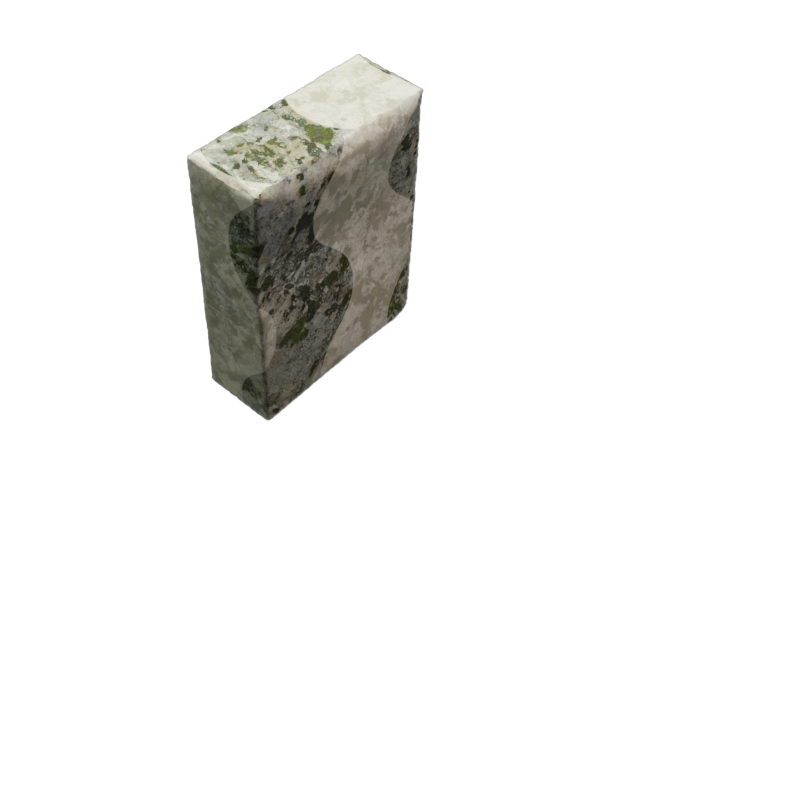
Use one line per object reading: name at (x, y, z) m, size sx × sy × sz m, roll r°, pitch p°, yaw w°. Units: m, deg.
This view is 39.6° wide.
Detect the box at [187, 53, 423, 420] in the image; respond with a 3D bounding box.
box at (-0.062, -0.113, 0.789) m, size 0.076 × 0.199 × 0.166 m, roll 33°, pitch 53°, yaw 25°
